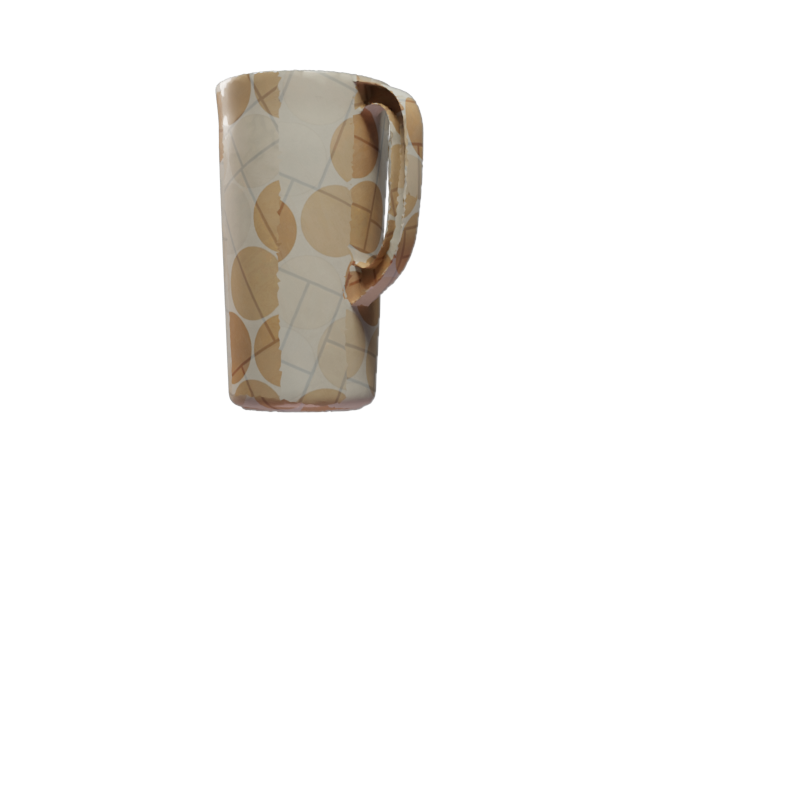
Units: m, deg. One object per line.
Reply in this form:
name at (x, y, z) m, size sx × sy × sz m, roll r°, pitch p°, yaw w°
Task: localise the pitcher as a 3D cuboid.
pitcher at (-0.064, -0.116, 0.811) m, size 0.144 × 0.245 × 0.149 m, roll 0°, pitch -3°, yaw -5°
